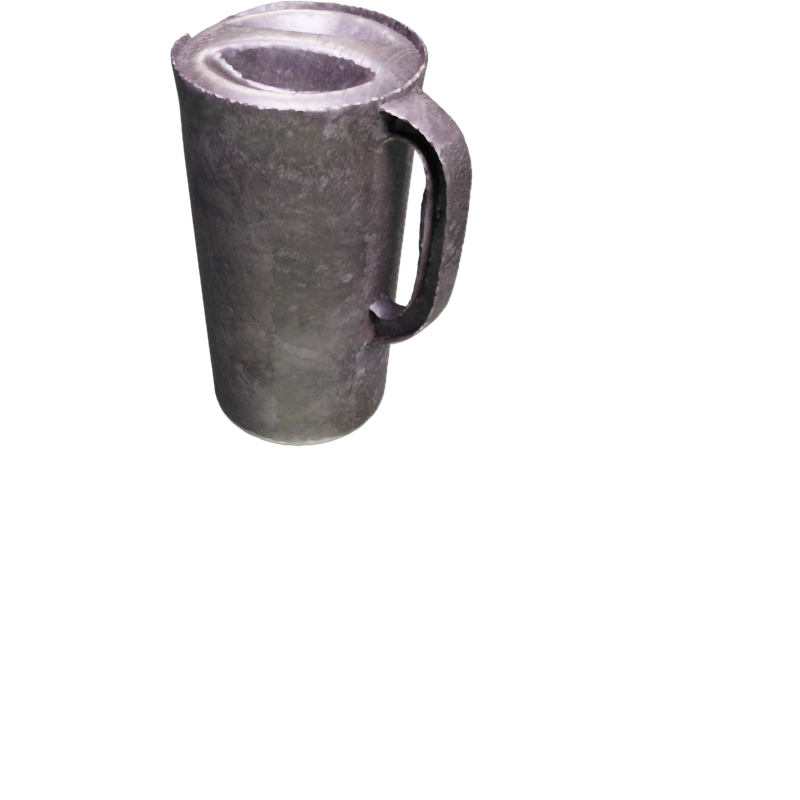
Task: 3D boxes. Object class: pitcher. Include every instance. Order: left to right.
[{"bbox_3d":[-0.049,-0.090,0.628,0.144,0.227,0.160,-3,38,-7],"label":"pitcher"}]
